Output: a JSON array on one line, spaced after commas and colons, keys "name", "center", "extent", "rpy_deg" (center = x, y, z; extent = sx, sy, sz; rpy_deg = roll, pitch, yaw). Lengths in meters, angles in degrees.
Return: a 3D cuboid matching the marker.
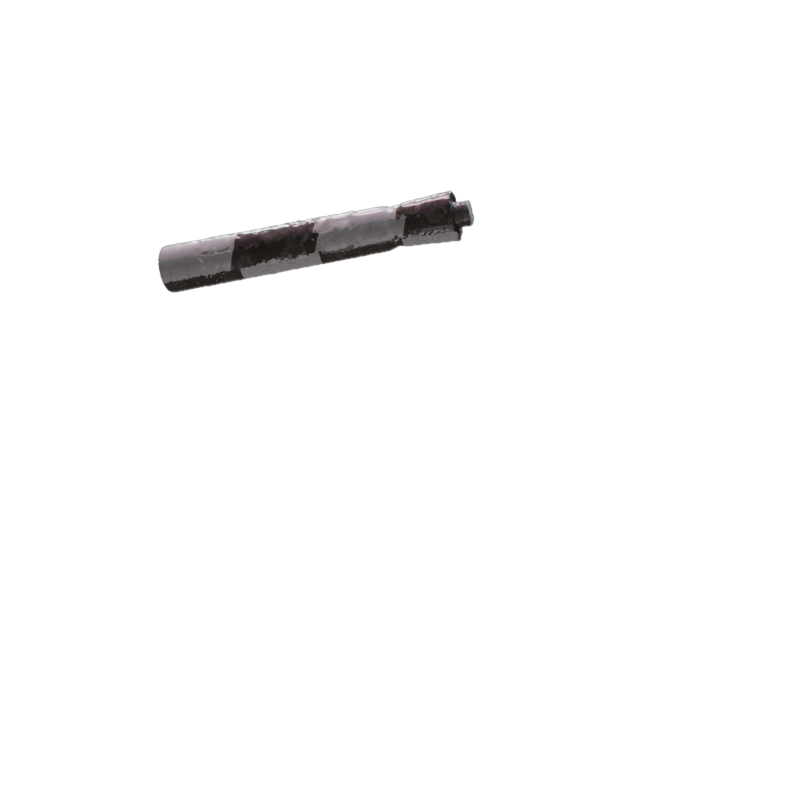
[{"name": "marker", "center": [-0.033, -0.059, 0.417], "extent": [0.123, 0.020, 0.019], "rpy_deg": [-8, 2, 16]}]
